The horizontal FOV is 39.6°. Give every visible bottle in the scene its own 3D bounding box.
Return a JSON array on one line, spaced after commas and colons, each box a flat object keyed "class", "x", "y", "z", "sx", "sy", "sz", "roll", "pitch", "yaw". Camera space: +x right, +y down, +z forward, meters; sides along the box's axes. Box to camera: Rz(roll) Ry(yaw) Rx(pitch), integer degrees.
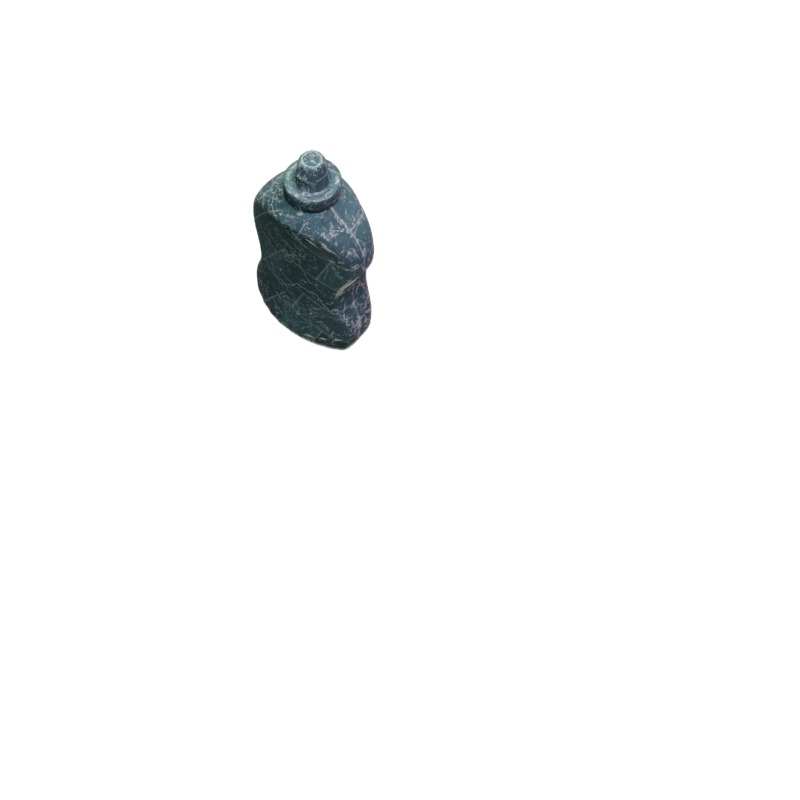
[{"class": "bottle", "x": -0.064, "y": -0.116, "z": 0.816, "sx": 0.101, "sy": 0.059, "sz": 0.180, "roll": 38, "pitch": -26, "yaw": 17}]
